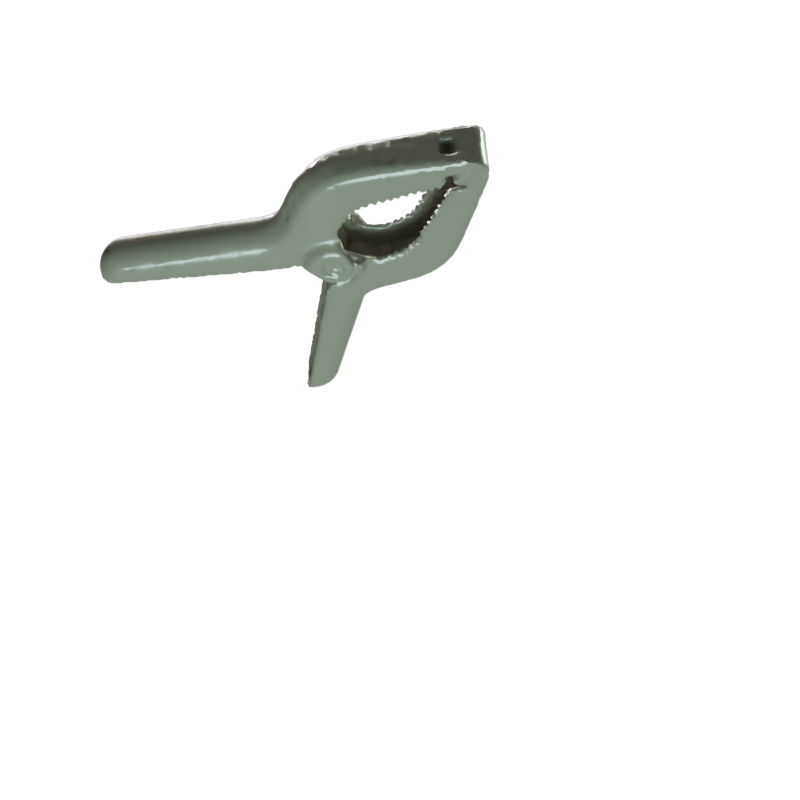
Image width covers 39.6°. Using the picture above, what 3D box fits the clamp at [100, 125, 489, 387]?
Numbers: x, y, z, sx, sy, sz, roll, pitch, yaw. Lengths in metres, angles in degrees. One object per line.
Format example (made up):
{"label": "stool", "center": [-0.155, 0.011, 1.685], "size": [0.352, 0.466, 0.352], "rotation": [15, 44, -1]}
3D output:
{"label": "clamp", "center": [-0.045, -0.082, 0.577], "size": [0.156, 0.039, 0.207], "rotation": [24, -41, -31]}
